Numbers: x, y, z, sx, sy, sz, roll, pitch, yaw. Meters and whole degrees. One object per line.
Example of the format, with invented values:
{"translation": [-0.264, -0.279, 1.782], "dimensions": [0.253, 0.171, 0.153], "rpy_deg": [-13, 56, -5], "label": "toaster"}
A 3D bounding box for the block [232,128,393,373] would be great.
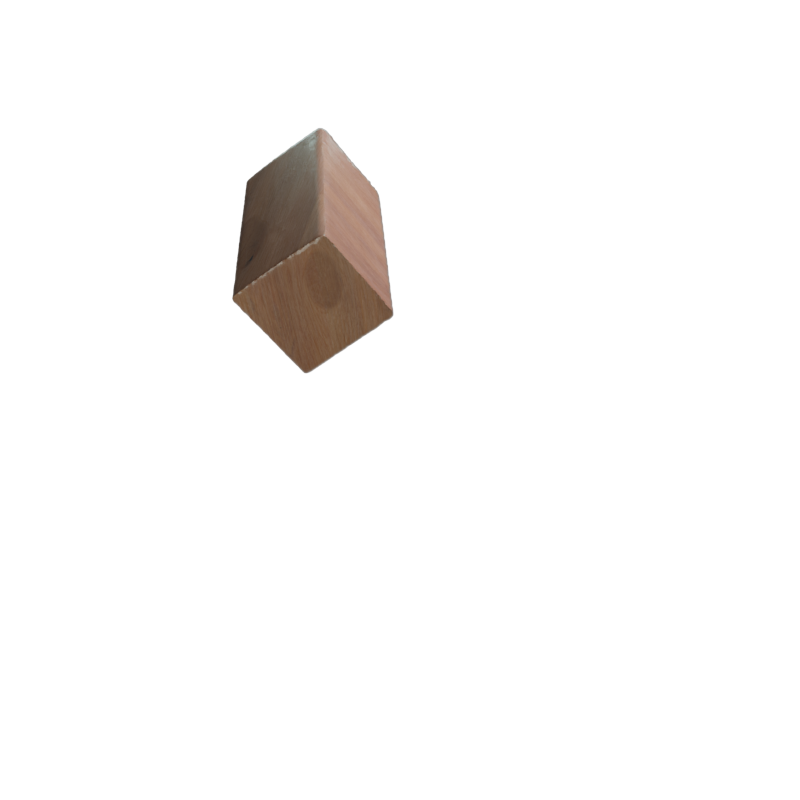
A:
{"translation": [-0.071, -0.131, 0.916], "dimensions": [0.090, 0.085, 0.220], "rpy_deg": [-34, 29, 17], "label": "block"}
